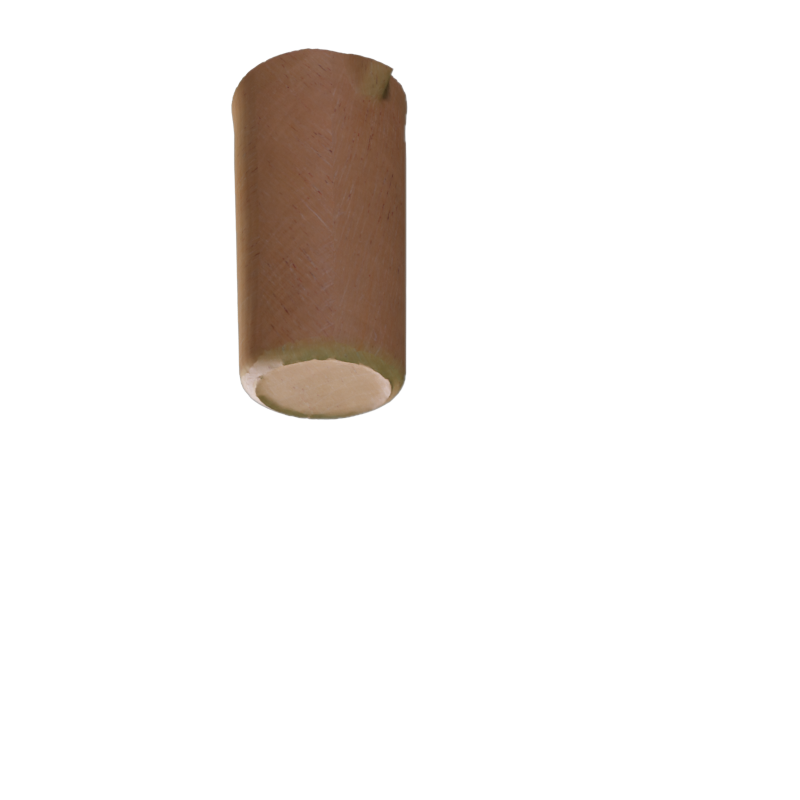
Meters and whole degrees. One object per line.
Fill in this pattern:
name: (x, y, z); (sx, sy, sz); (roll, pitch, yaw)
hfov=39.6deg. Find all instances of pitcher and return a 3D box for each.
pitcher: (-0.061, -0.112, 0.783); (0.146, 0.259, 0.139); (-6, -31, 7)
